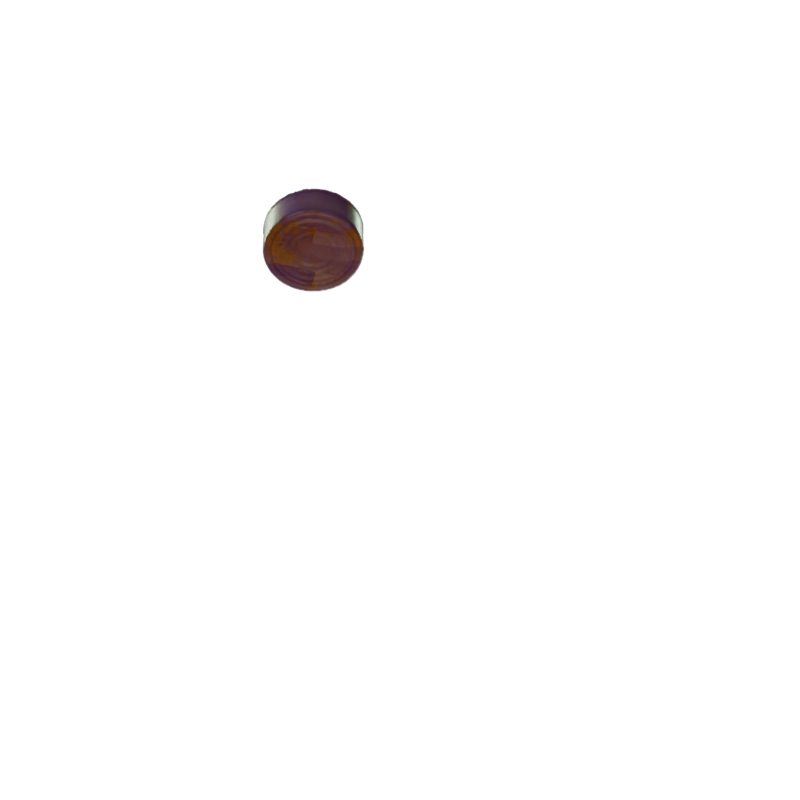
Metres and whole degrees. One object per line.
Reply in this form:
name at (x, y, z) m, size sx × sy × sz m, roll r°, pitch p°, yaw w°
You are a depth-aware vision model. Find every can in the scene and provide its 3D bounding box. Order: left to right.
can at (-0.073, -0.133, 0.932) m, size 0.086 × 0.080 × 0.036 m, roll 1°, pitch 39°, yaw -1°
